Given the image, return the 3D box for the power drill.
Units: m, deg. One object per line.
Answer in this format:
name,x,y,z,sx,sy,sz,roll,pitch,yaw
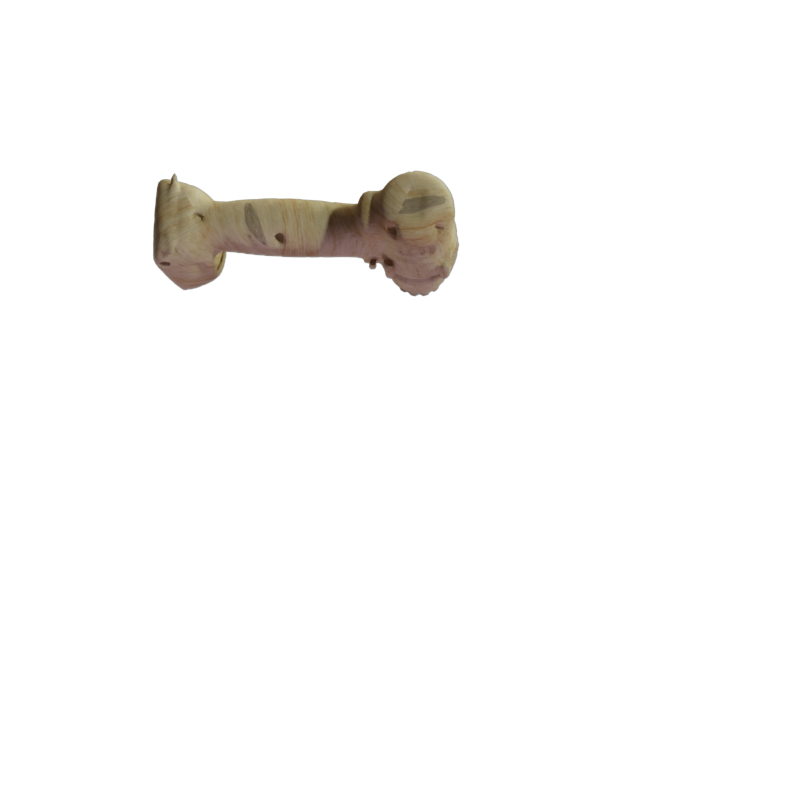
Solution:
power drill,-0.056,-0.103,0.718,0.189,0.059,0.178,-1,-9,3
